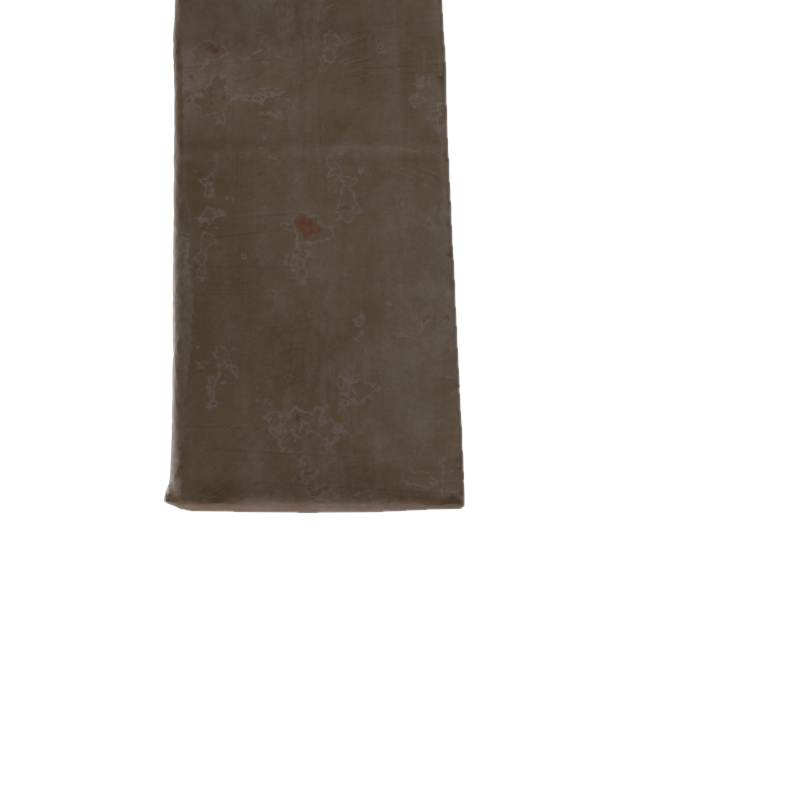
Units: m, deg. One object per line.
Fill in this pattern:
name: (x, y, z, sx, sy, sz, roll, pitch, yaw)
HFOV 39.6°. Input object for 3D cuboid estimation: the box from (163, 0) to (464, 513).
box: (-0.029, -0.053, 0.373, 0.094, 0.183, 0.046, -1, -14, 2)
